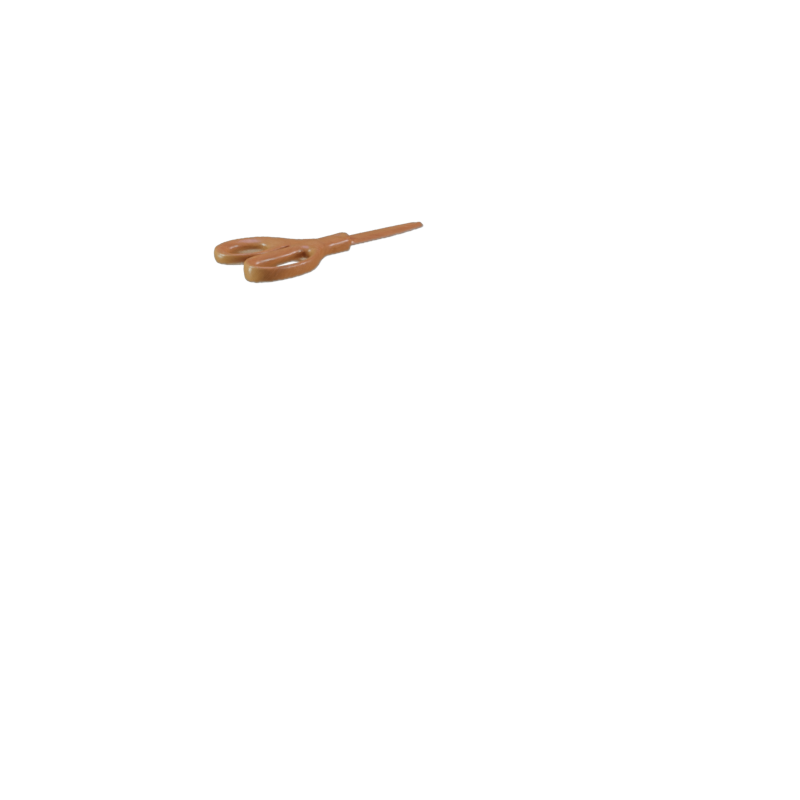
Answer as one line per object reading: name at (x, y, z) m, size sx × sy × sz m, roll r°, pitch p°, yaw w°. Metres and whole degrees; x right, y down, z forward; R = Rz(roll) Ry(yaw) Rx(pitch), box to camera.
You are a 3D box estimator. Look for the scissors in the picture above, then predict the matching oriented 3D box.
scissors at (-0.071, -0.130, 0.912) m, size 0.101 × 0.015 × 0.201 m, roll 13°, pitch 26°, yaw 29°
